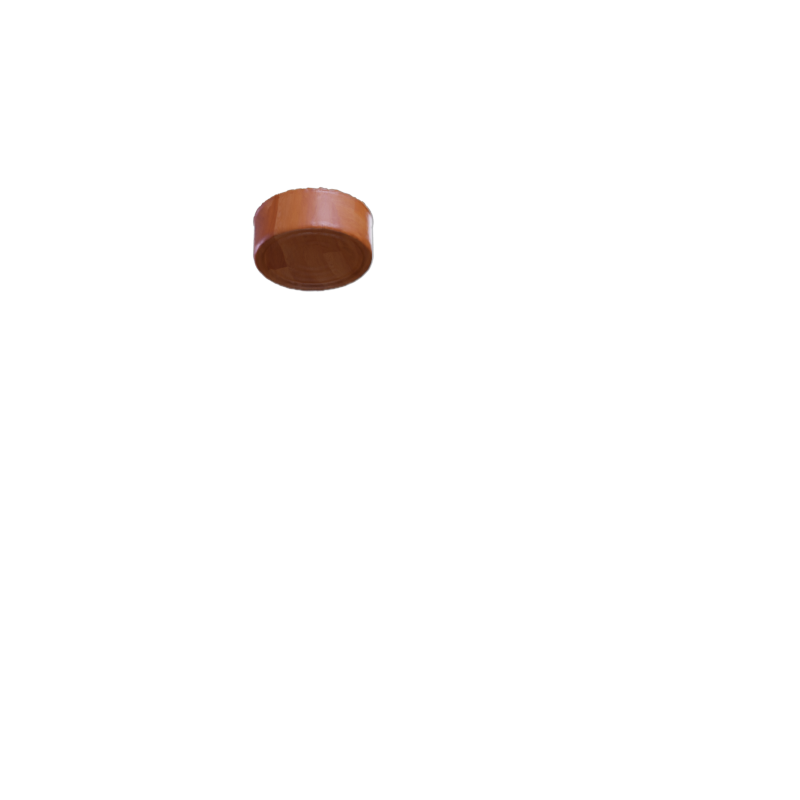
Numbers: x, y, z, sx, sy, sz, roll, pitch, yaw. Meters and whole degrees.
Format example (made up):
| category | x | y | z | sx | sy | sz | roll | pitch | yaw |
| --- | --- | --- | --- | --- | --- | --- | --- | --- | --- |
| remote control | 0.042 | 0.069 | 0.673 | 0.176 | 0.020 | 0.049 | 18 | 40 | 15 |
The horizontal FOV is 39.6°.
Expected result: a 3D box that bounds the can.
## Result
| category | x | y | z | sx | sy | sz | roll | pitch | yaw |
| --- | --- | --- | --- | --- | --- | --- | --- | --- | --- |
| can | -0.061 | -0.111 | 0.779 | 0.086 | 0.036 | 0.081 | 1 | -28 | -2 |
